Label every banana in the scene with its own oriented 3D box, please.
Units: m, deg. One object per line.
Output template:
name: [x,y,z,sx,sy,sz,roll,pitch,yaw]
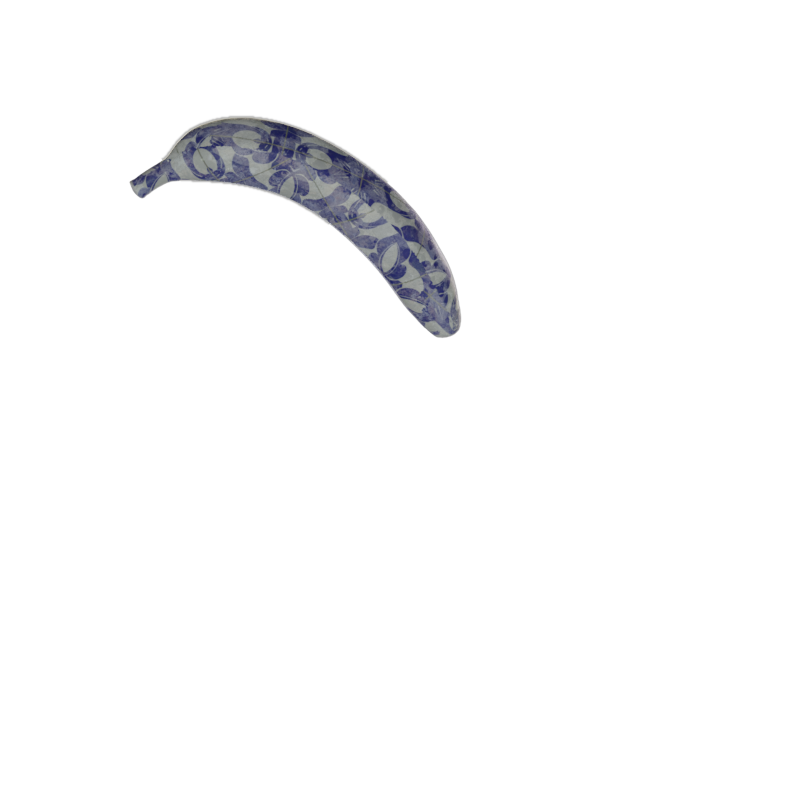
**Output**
banana: [-0.042,-0.102,0.598,0.193,0.068,0.039,25,21,-10]
